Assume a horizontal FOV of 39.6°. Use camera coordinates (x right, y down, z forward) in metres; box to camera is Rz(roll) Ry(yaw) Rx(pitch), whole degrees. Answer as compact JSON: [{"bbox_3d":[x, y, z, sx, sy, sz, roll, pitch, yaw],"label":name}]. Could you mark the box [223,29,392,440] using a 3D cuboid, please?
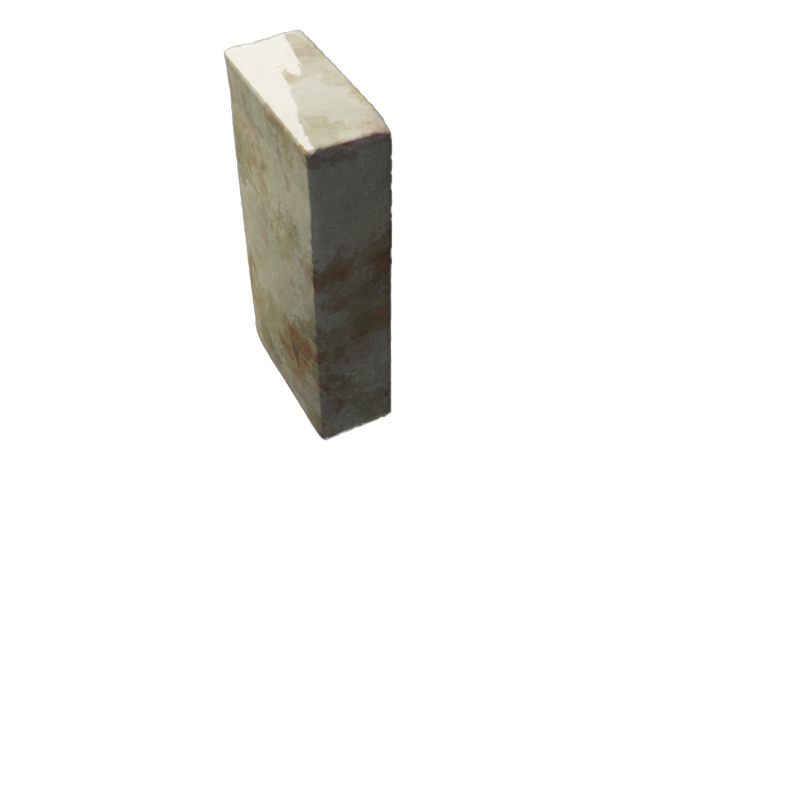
[{"bbox_3d":[-0.041,-0.075,0.524,0.047,0.164,0.101,-18,48,-21],"label":"box"}]
